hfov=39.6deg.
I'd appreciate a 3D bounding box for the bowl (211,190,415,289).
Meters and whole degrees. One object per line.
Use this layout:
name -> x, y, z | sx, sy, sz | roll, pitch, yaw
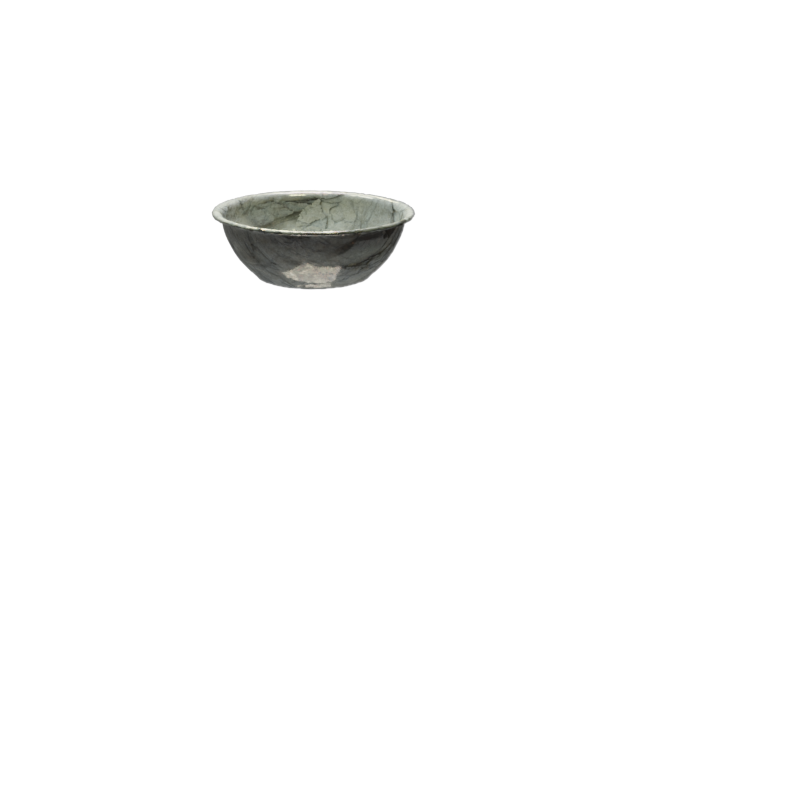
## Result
bowl -> -0.070, -0.127, 0.888 | 0.162, 0.053, 0.169 | -1, 20, -2
